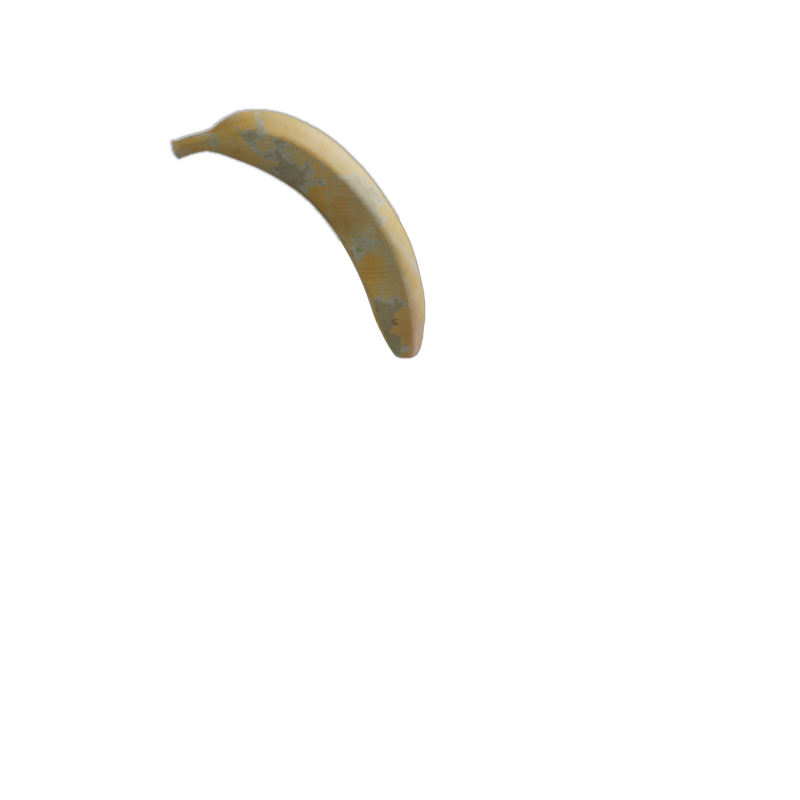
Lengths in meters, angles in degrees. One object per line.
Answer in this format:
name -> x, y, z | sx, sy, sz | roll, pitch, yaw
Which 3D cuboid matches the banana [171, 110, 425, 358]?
banana -> -0.042, -0.110, 0.661 | 0.191, 0.069, 0.038 | 42, 14, -13
